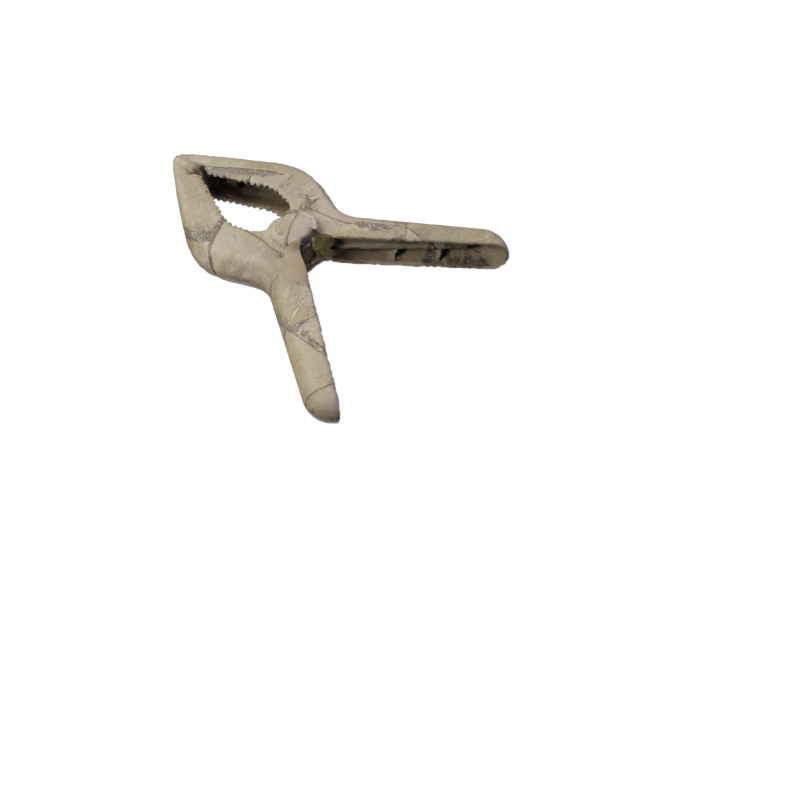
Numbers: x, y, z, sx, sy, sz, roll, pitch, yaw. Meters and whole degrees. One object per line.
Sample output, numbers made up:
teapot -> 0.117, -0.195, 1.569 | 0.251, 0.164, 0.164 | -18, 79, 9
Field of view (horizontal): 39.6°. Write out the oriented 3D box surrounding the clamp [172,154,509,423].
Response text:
clamp -> -0.052, -0.095, 0.666 | 0.165, 0.034, 0.224 | -35, 57, -26
